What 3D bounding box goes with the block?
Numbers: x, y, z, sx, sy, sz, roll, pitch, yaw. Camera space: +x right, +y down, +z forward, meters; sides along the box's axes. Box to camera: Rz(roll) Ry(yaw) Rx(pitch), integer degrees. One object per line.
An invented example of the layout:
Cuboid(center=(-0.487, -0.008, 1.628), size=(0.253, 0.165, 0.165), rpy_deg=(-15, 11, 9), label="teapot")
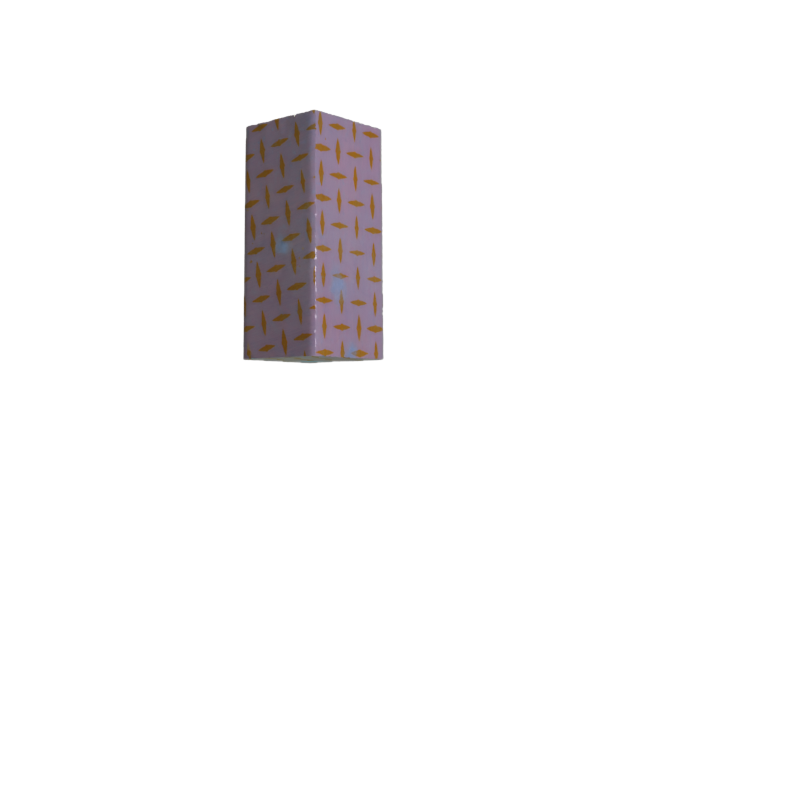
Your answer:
Cuboid(center=(-0.076, -0.139, 0.972), size=(0.093, 0.211, 0.086), rpy_deg=(-7, -10, 40), label="block")
